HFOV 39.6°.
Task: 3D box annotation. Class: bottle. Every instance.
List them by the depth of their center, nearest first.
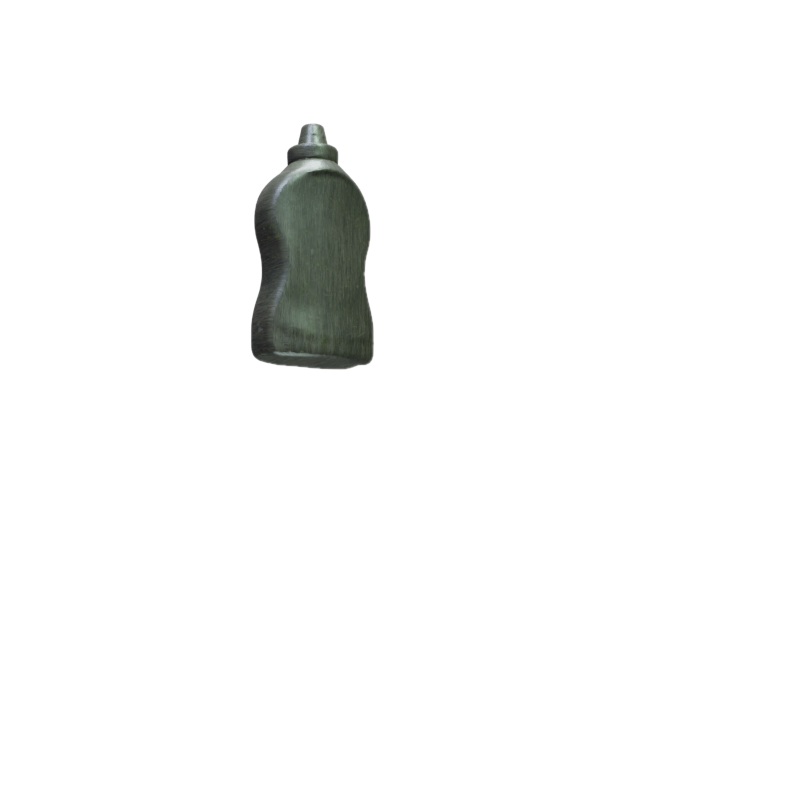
[{"bbox_3d":[-0.068,-0.123,0.865,0.092,0.198,0.059,7,-16,-31],"label":"bottle"}]
